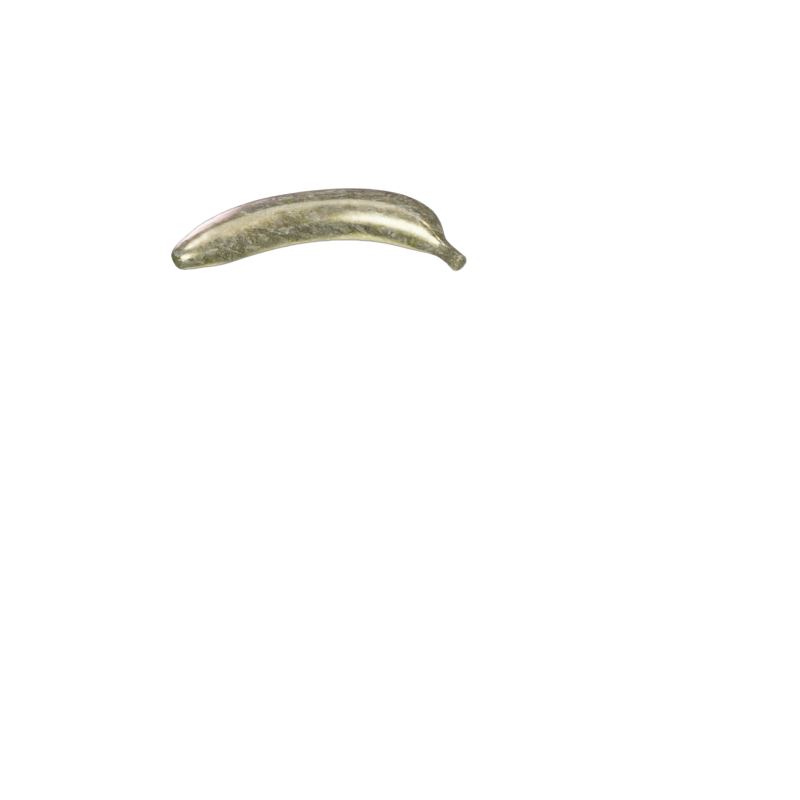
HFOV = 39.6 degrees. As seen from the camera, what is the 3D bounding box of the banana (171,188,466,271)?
[{"bbox_3d":[-0.057,-0.118,0.762,0.197,0.034,0.074,-2,36,-3],"label":"banana"}]
